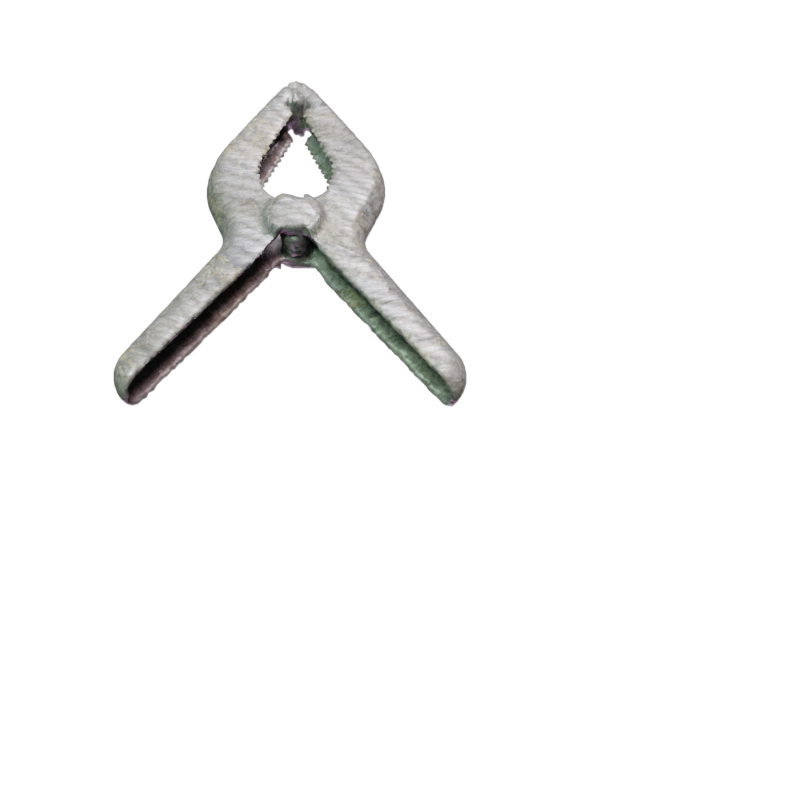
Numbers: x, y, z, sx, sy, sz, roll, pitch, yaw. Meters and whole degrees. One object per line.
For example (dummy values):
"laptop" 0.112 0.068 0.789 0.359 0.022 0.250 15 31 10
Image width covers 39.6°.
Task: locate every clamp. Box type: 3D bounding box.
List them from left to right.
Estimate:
"clamp" -0.045 -0.082 0.573 0.165 0.223 0.034 5 -36 3
